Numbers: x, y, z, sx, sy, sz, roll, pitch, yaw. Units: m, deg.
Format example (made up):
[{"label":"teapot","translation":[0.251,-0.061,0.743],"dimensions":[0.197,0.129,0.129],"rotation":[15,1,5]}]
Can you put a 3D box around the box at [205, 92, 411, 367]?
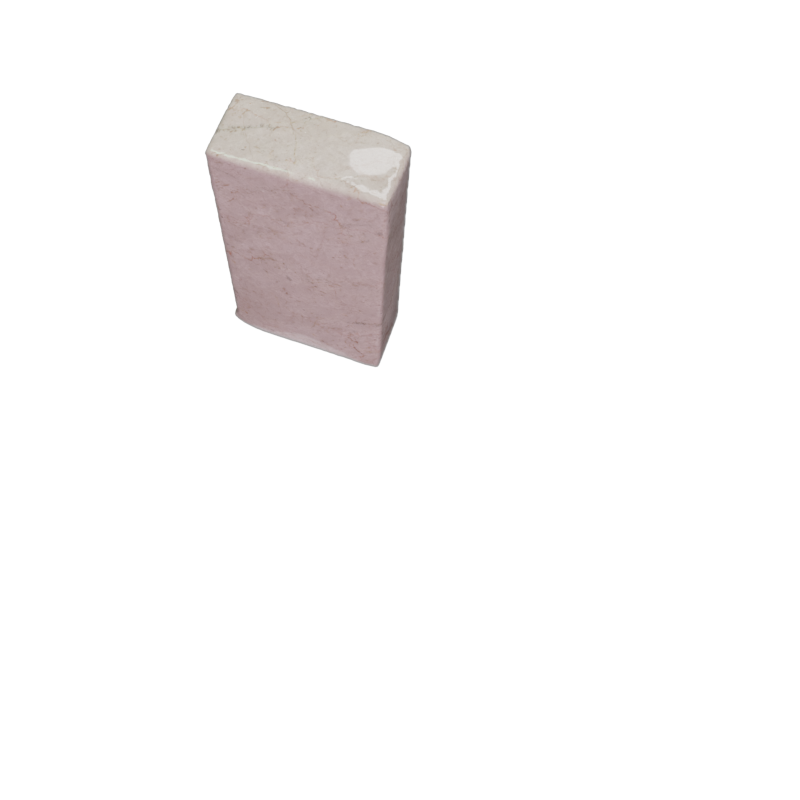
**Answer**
[{"label":"box","translation":[-0.046,-0.084,0.589],"dimensions":[0.095,0.050,0.166],"rotation":[20,-26,7]}]
